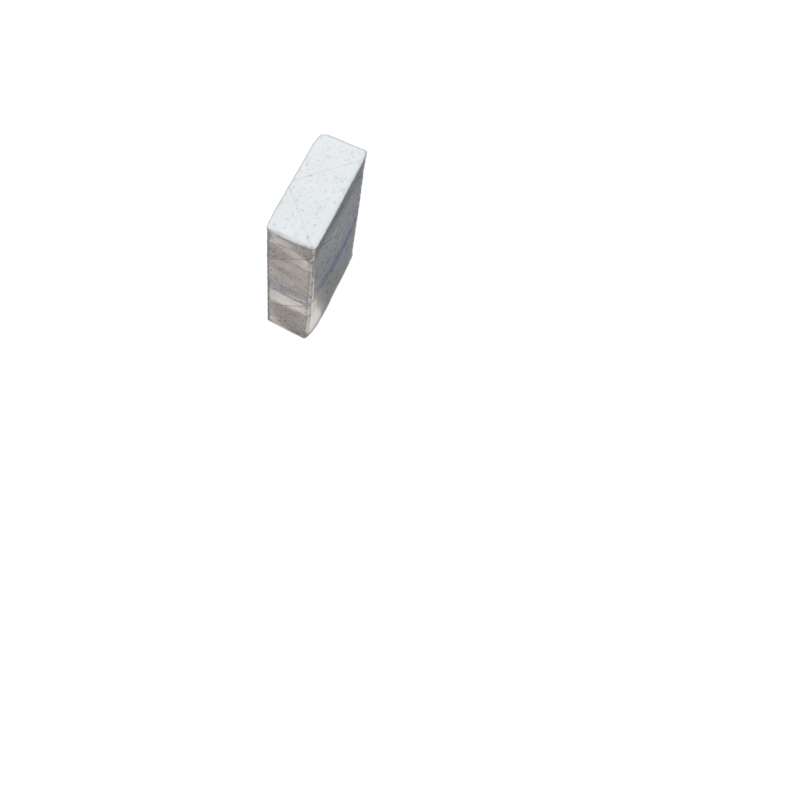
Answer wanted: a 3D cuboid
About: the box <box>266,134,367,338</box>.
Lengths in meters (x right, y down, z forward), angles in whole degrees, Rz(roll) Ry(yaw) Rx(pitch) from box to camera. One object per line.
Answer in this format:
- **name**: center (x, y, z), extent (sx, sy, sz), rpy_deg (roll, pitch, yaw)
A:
- **box**: center (-0.069, -0.125, 0.874), extent (0.049, 0.096, 0.167), rpy_deg (24, -22, 5)
